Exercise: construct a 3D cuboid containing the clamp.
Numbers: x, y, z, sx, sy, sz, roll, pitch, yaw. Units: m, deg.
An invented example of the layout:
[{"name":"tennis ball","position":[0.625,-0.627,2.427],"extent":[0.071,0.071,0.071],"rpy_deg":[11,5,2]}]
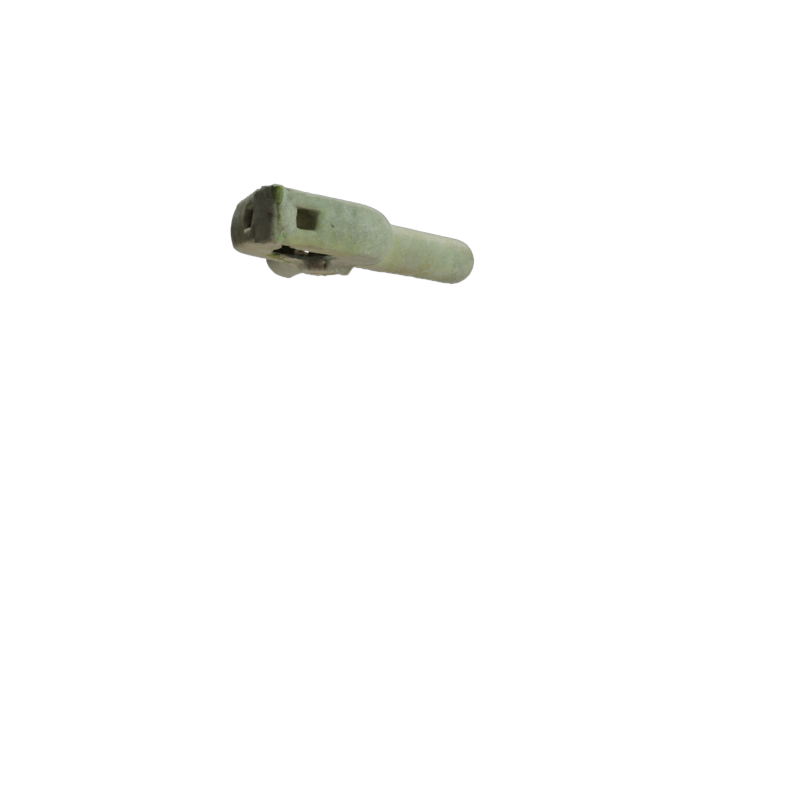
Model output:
[{"name":"clamp","position":[-0.045,-0.082,0.573],"extent":[0.123,0.040,0.163],"rpy_deg":[-3,-5,26]}]
